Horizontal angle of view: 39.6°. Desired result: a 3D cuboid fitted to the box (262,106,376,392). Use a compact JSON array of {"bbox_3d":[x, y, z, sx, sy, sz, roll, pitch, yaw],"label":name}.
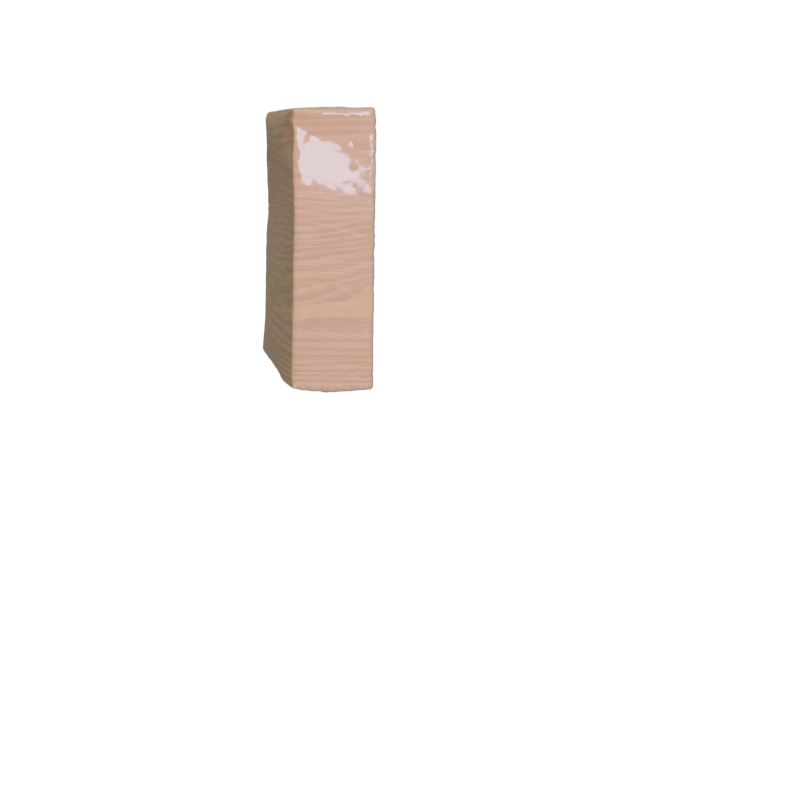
[{"bbox_3d":[-0.070,-0.128,0.895,0.071,0.210,0.170,-1,9,-13],"label":"box"}]
